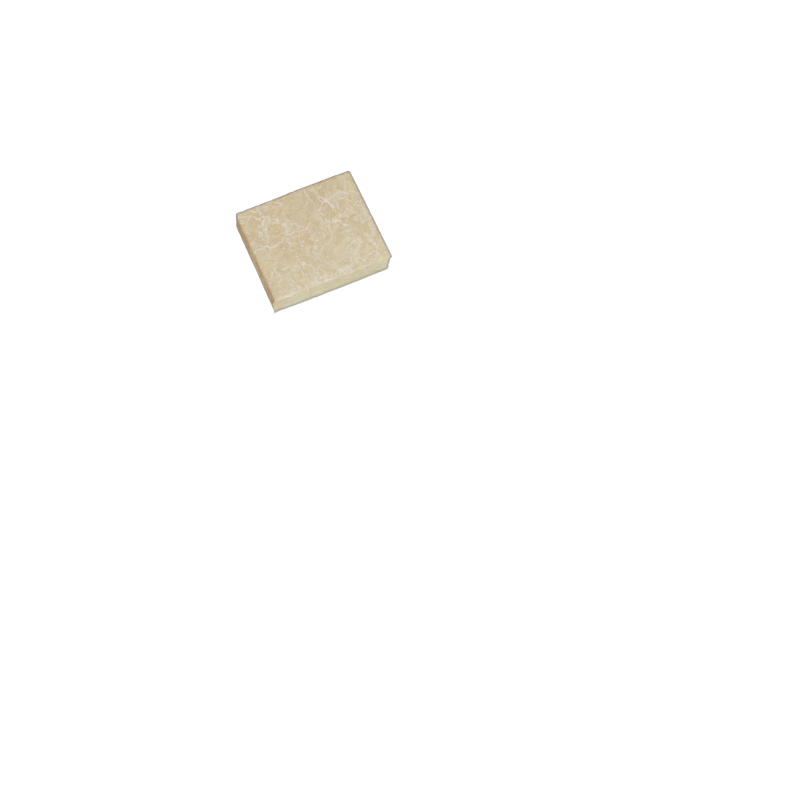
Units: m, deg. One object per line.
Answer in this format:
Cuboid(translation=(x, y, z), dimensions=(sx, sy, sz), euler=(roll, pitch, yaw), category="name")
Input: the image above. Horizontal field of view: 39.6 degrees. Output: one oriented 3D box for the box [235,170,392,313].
Cuboid(translation=(-0.076, -0.139, 0.973), dimensions=(0.113, 0.095, 0.037), euler=(-23, -19, -9), category="box")
